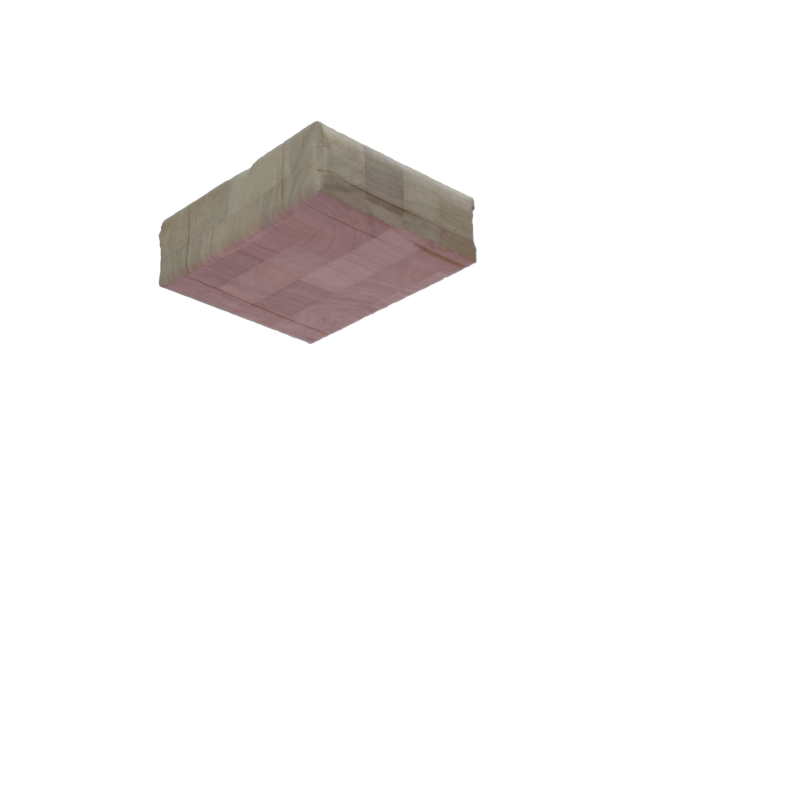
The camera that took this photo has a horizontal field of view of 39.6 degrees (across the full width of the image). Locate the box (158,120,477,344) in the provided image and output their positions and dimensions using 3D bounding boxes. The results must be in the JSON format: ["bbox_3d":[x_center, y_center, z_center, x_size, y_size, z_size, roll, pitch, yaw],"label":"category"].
[{"bbox_3d":[-0.030,-0.055,0.387,0.069,0.032,0.090,20,-30,-39],"label":"box"}]
